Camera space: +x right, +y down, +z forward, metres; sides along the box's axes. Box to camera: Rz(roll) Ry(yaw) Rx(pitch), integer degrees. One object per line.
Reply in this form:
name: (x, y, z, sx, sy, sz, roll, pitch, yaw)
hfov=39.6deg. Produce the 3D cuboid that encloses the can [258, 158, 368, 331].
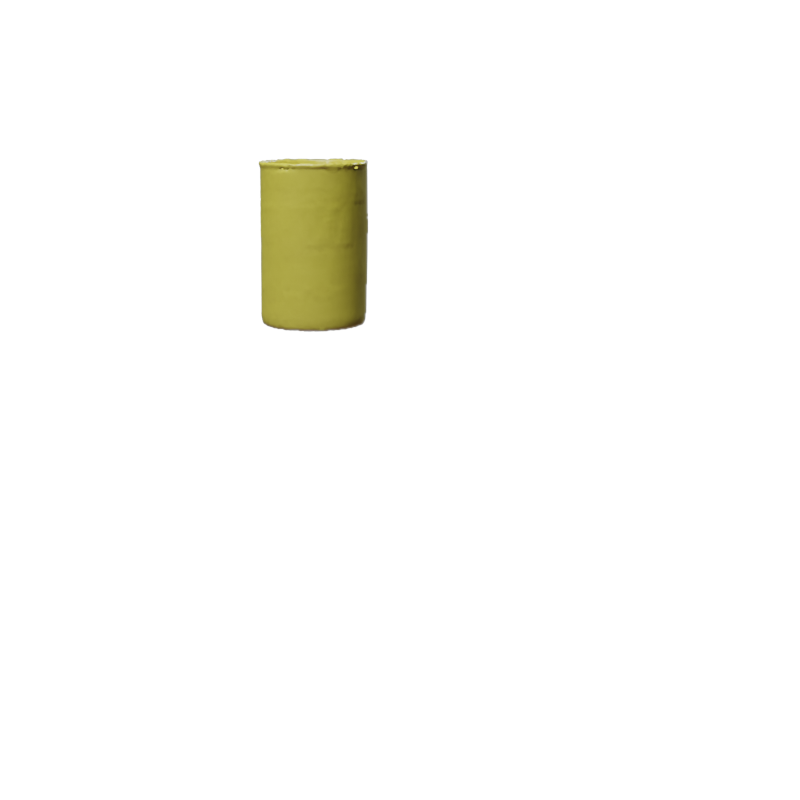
can: (-0.054, -0.099, 0.695, 0.068, 0.100, 0.070, 0, 10, -2)
